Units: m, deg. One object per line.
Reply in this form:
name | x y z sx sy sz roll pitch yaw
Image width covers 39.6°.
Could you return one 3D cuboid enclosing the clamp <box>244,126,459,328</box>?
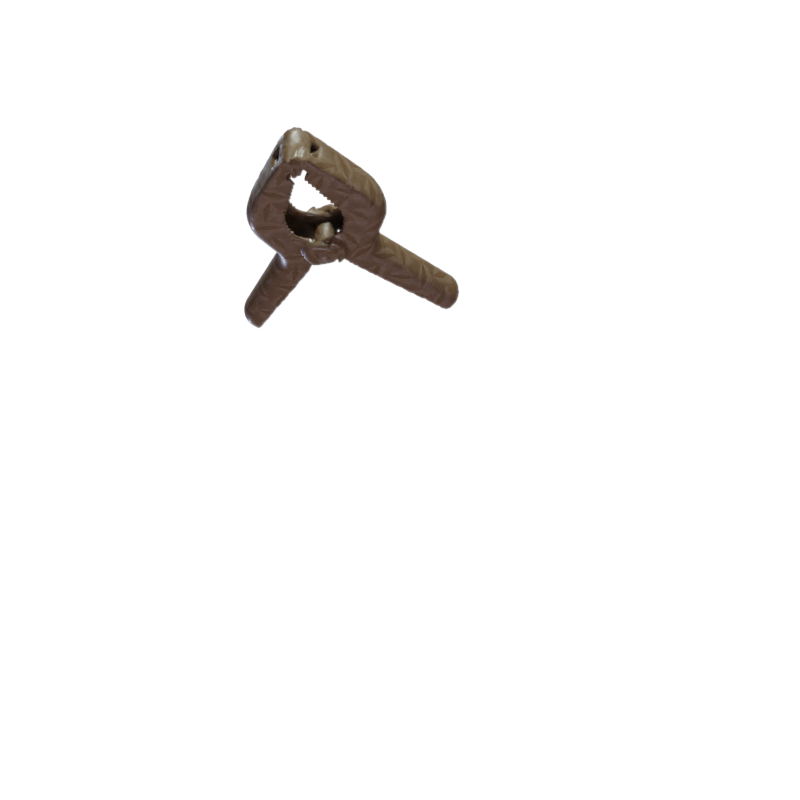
clamp | -0.061 -0.111 0.780 0.167 0.039 0.194 -9 -31 15
